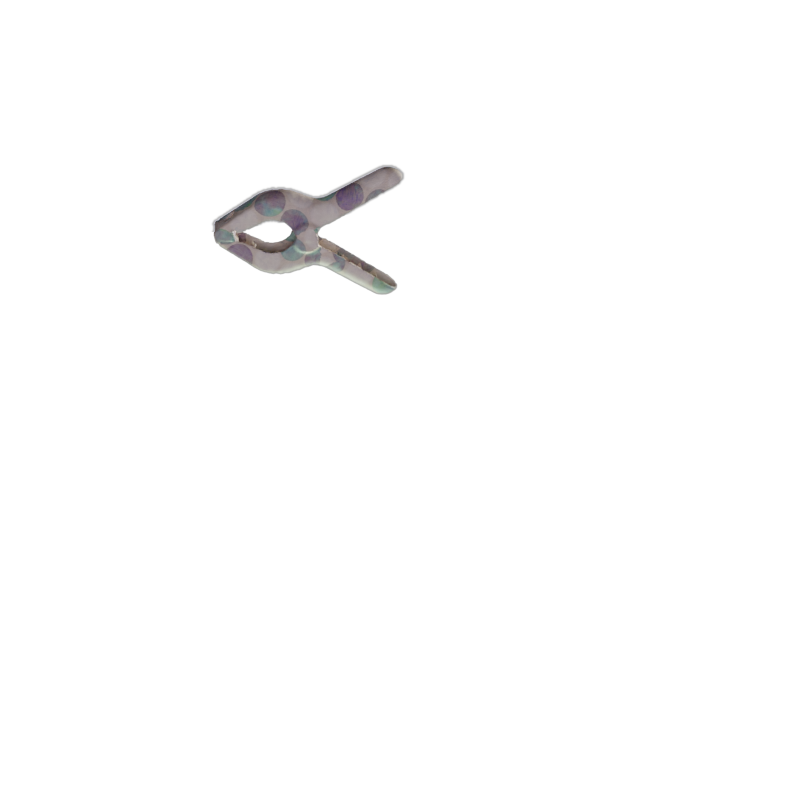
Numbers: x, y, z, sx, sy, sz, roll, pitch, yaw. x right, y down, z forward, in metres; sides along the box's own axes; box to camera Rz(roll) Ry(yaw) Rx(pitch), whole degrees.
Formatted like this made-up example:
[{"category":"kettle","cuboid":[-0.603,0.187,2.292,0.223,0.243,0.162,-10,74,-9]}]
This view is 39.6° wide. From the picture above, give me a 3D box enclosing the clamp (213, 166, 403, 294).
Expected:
[{"category":"clamp","cuboid":[-0.077,-0.141,0.985,0.172,0.115,0.041,-7,20,2]}]
